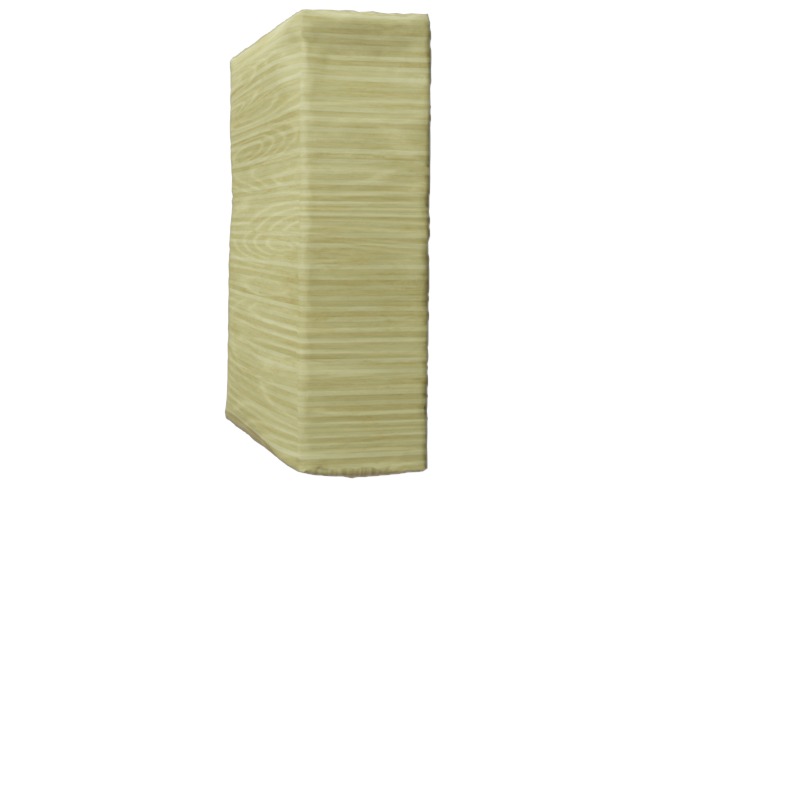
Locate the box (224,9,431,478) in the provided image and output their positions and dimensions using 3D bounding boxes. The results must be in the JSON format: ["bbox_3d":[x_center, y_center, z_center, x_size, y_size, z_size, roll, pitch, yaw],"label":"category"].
[{"bbox_3d":[-0.045,-0.082,0.577,0.070,0.213,0.169,-1,4,-20],"label":"box"}]
